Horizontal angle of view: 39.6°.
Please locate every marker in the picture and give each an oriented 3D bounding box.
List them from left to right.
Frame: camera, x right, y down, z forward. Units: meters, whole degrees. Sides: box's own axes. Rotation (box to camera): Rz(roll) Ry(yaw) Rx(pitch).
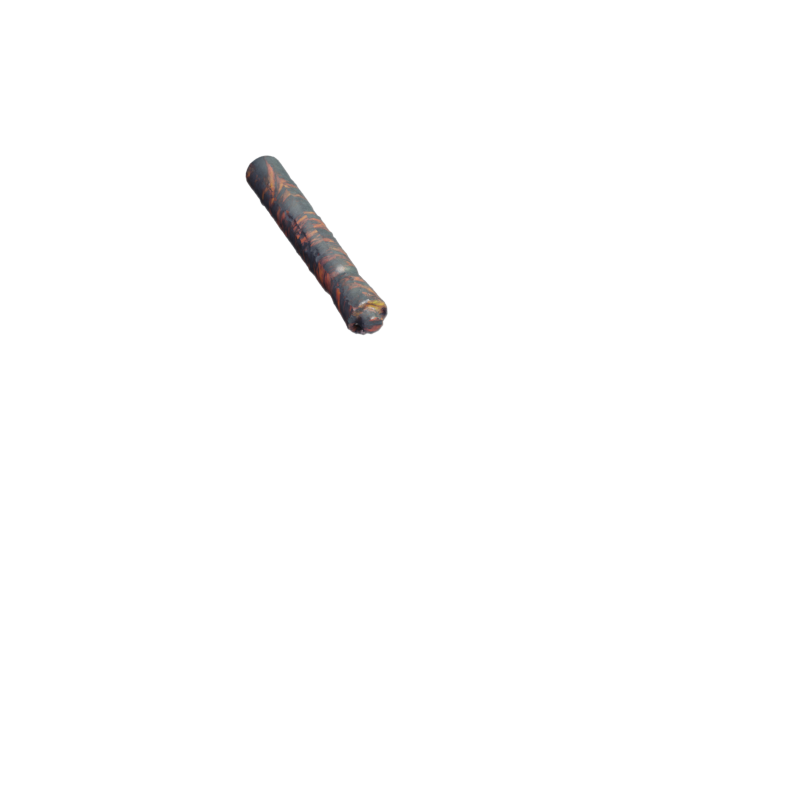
[{"bbox_3d":[-0.039,-0.071,0.498,0.019,0.019,0.131,-2,40,-32],"label":"marker"}]
